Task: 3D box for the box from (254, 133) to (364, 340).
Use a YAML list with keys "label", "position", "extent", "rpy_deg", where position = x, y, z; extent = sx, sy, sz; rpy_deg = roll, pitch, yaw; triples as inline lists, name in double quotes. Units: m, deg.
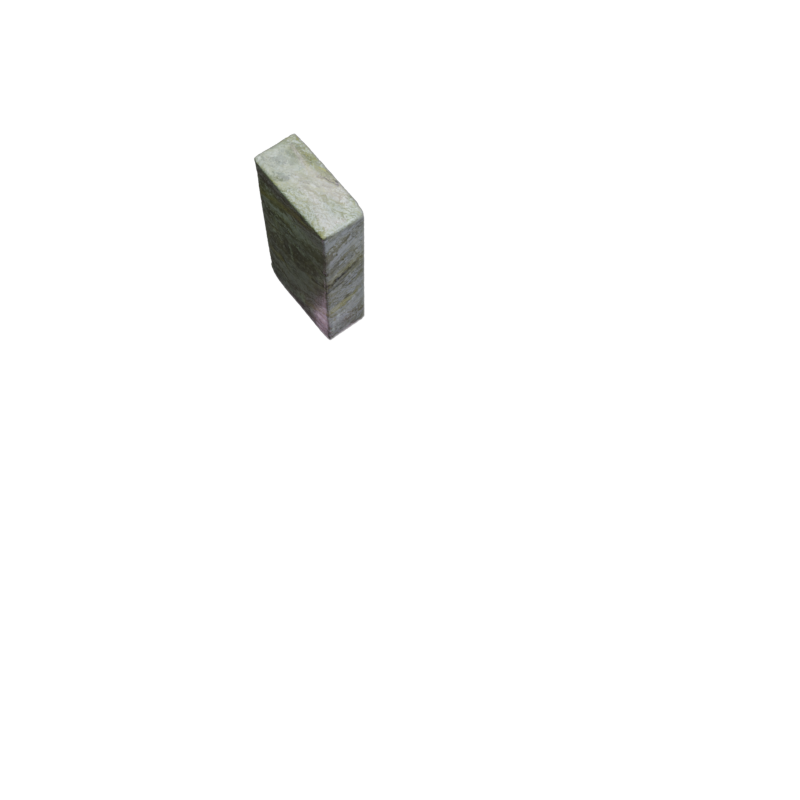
- label: "box"
  position: [-0.070, -0.128, 0.898]
  extent: [0.048, 0.099, 0.166]
  rpy_deg: [-33, -19, -17]
